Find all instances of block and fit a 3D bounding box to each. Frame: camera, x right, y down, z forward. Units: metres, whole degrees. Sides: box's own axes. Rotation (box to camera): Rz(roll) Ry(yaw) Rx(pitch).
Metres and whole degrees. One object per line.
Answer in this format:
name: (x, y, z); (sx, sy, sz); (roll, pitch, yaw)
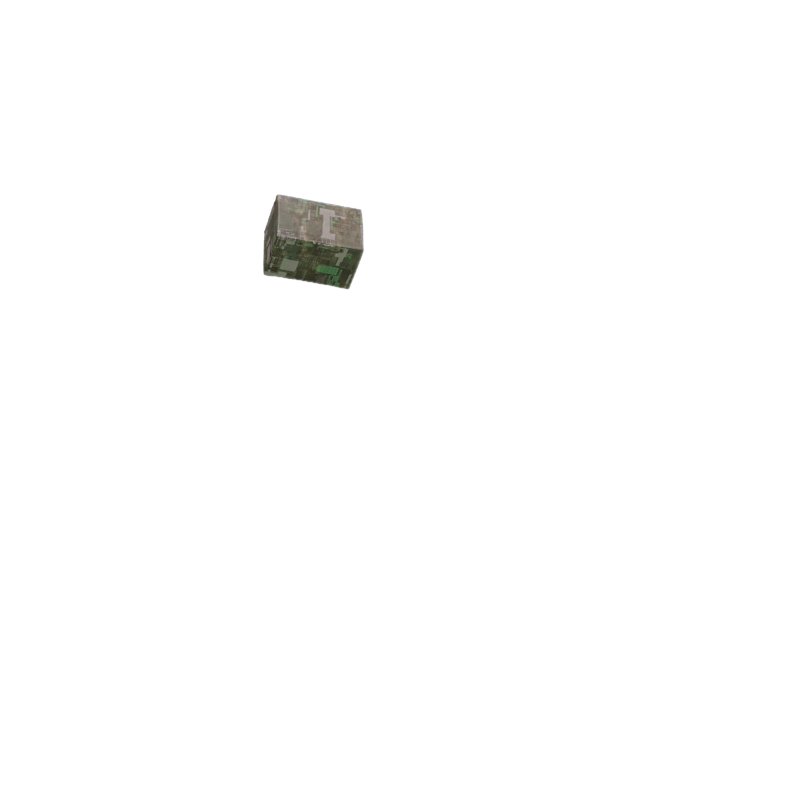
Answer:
block: (-0.075, -0.136, 0.954); (0.076, 0.055, 0.050); (10, -41, -13)
